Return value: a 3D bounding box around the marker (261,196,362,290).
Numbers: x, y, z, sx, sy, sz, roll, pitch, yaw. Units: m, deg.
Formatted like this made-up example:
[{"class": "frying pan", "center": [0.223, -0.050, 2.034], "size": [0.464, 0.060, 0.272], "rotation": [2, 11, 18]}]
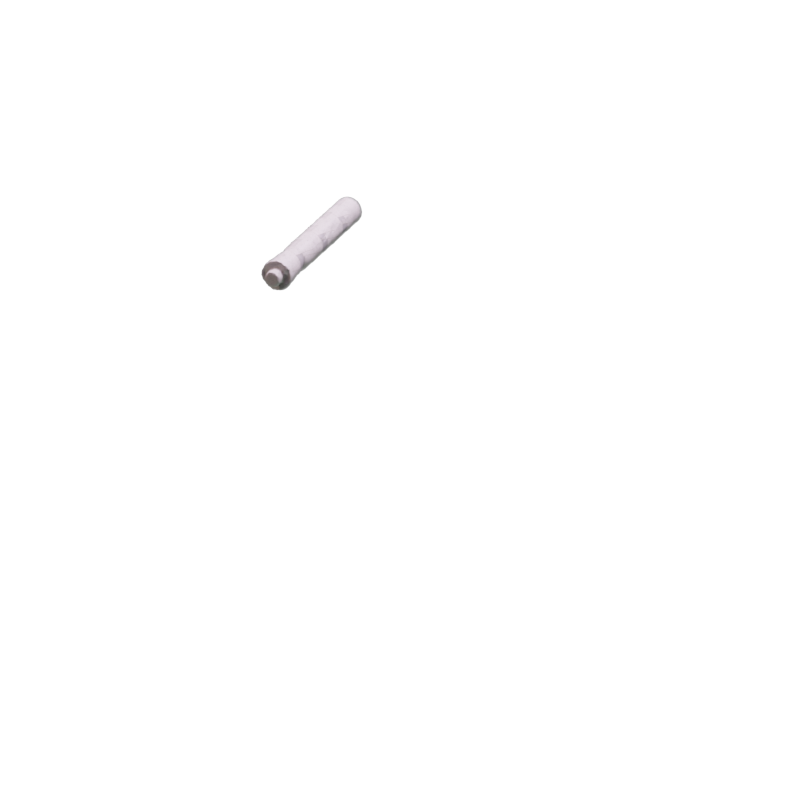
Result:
[{"class": "marker", "center": [-0.053, -0.098, 0.683], "size": [0.020, 0.019, 0.124], "rotation": [1, 28, 21]}]
